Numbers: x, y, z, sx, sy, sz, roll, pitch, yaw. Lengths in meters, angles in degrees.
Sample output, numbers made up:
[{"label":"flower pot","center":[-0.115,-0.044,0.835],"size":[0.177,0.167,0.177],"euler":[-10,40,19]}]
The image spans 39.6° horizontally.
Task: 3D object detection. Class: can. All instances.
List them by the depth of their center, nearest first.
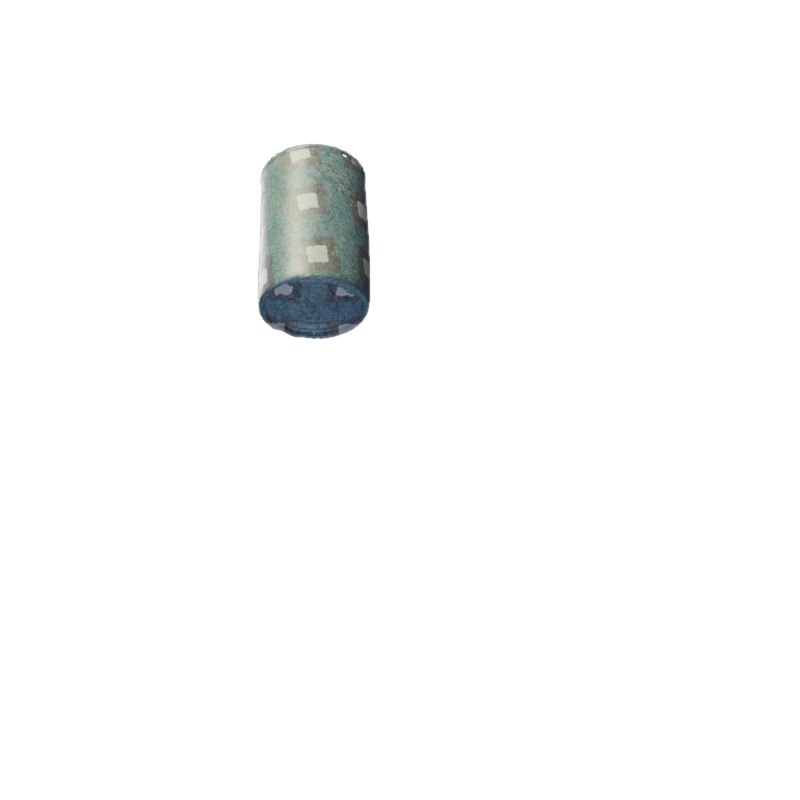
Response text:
[{"label":"can","center":[-0.053,-0.097,0.683],"size":[0.068,0.109,0.064],"euler":[-1,-34,-2]}]
